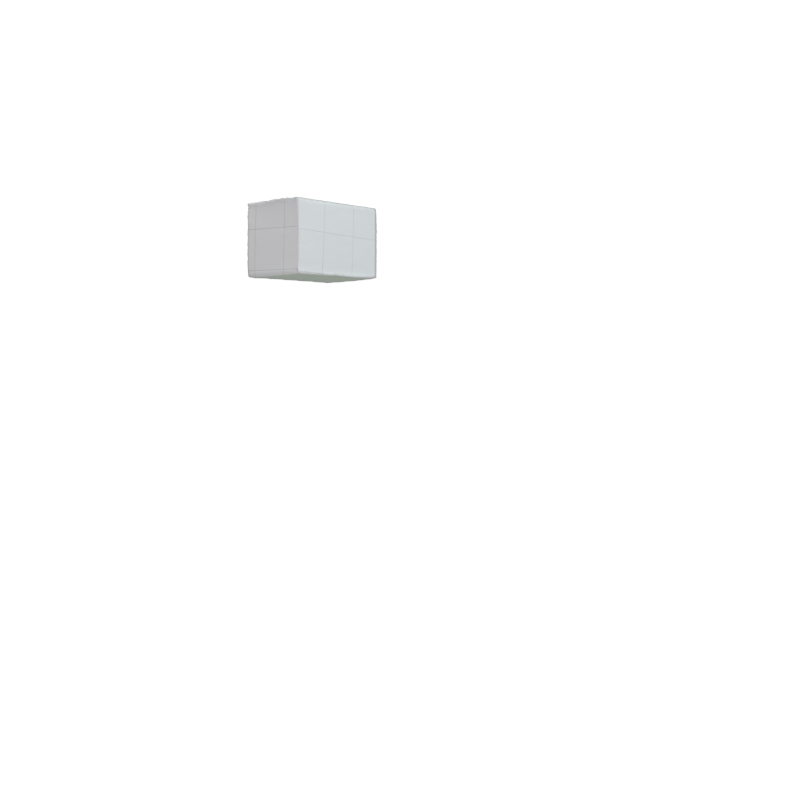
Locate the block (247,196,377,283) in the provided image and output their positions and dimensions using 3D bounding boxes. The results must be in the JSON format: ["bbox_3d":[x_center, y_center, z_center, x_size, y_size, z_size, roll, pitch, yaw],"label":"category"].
[{"bbox_3d":[-0.060,-0.109,0.764,0.054,0.052,0.075,-2,-2,43],"label":"block"}]
